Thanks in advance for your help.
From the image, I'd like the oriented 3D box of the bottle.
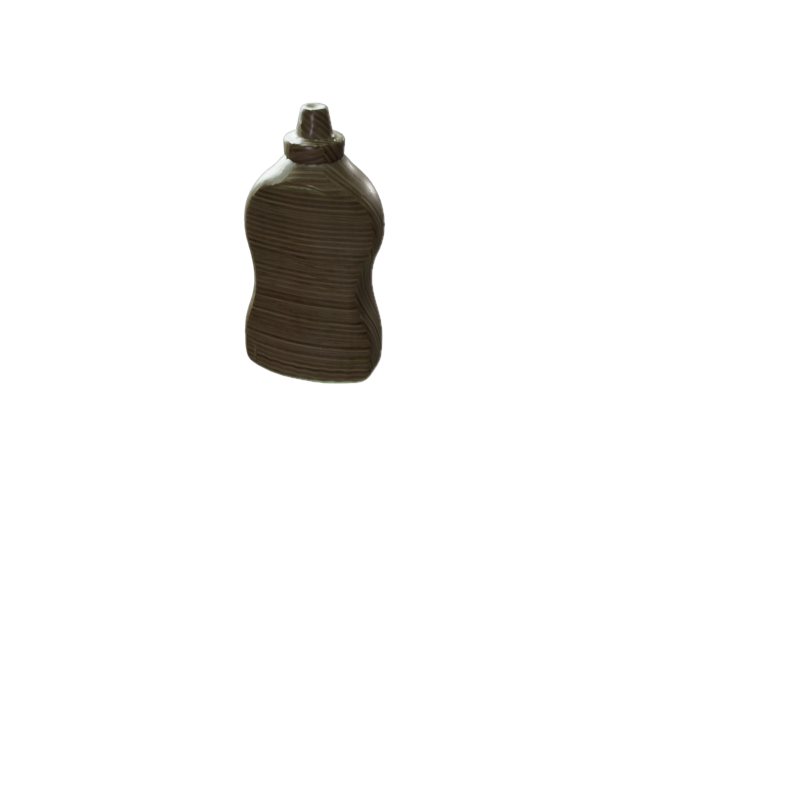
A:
[{"bbox_3d":[-0.059,-0.109,0.759,0.099,0.182,0.060,11,27,19],"label":"bottle"}]
